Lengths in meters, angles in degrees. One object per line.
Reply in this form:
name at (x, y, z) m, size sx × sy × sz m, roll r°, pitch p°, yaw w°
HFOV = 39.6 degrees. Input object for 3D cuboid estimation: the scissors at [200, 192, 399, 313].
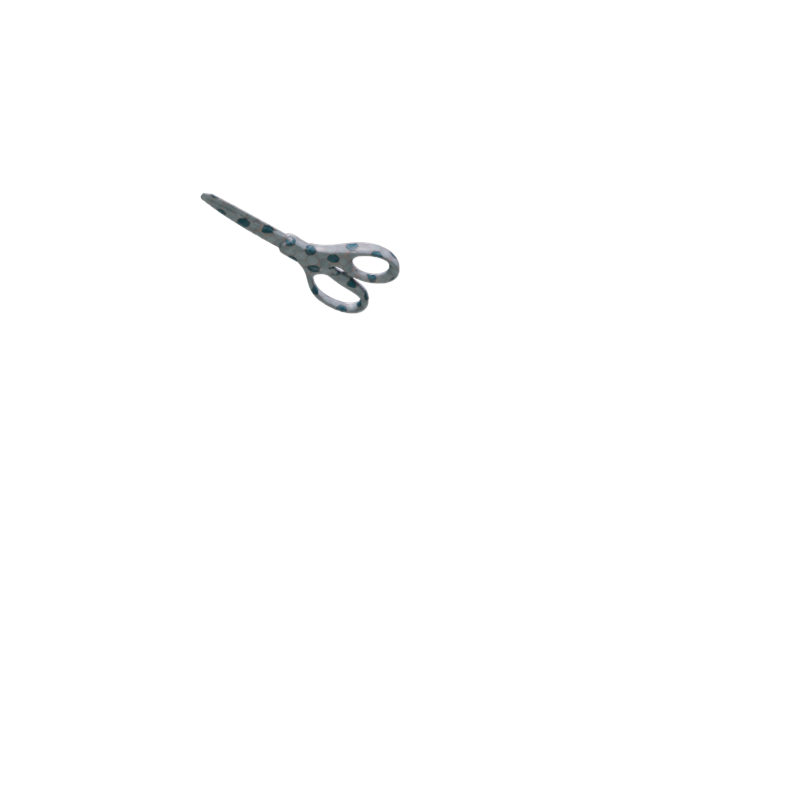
scissors at (-0.076, -0.139, 0.977) m, size 0.097 × 0.017 × 0.187 m, roll -22°, pitch -43°, yaw 25°
